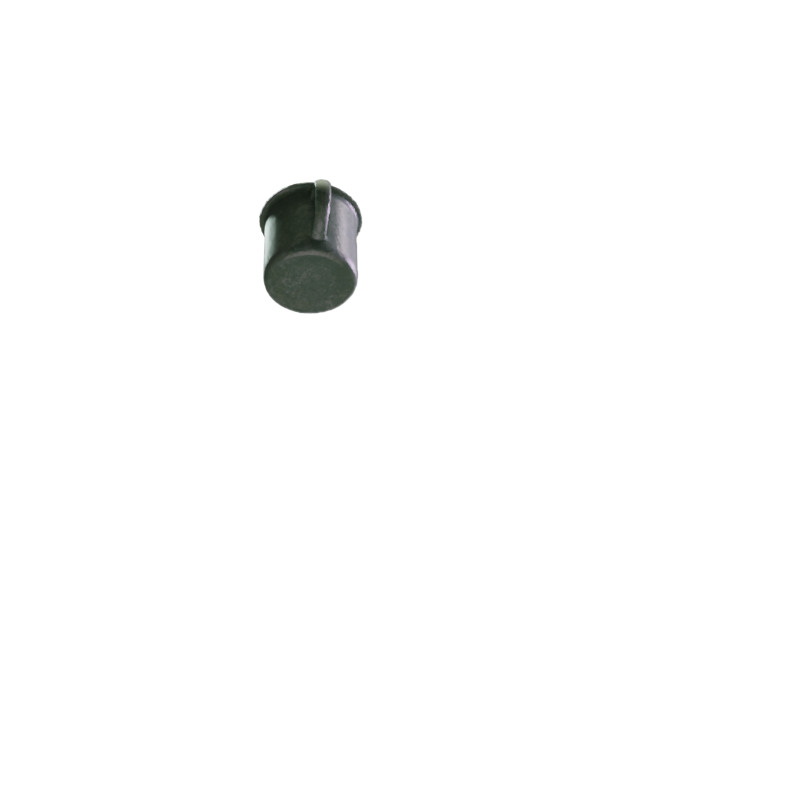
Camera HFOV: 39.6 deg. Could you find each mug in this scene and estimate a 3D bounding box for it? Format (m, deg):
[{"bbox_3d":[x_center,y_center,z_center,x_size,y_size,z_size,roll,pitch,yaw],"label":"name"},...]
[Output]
[{"bbox_3d":[-0.076,-0.138,0.966,0.092,0.088,0.111,9,-44,-11],"label":"mug"}]
